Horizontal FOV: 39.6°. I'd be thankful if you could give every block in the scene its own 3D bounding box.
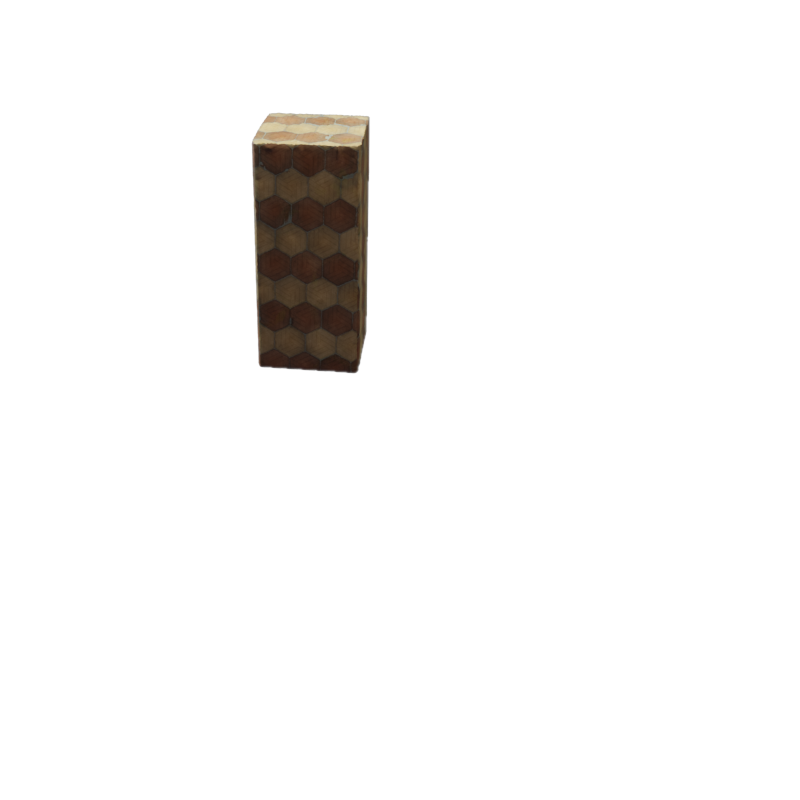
[{"bbox_3d":[-0.076,-0.137,0.963,0.091,0.196,0.094,4,25,4],"label":"block"}]
